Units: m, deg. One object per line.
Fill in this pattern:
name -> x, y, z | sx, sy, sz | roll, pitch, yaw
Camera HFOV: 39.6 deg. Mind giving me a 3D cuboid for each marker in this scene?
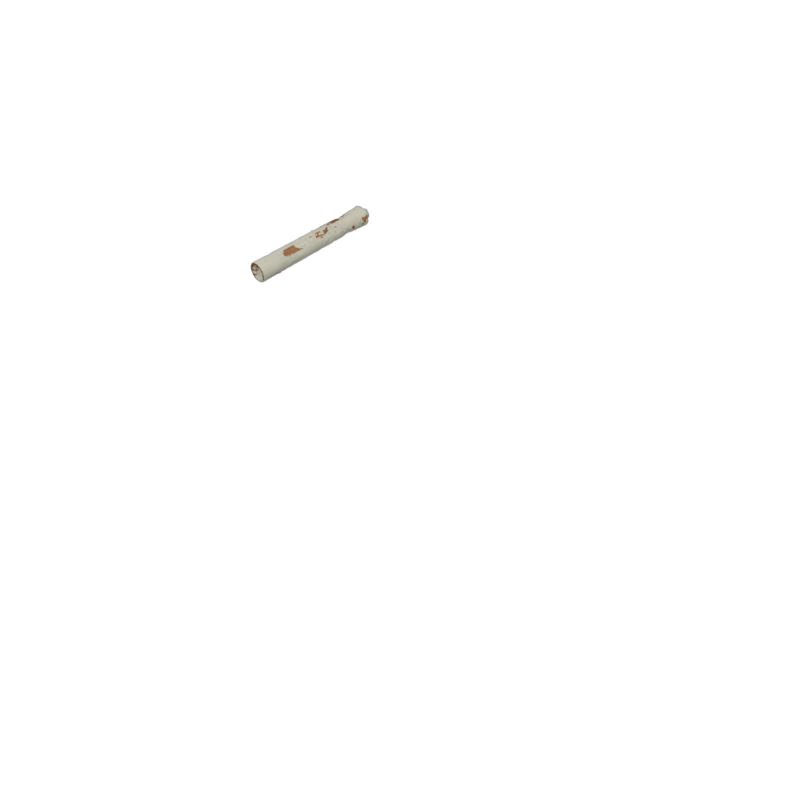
marker -> -0.073, -0.134, 0.938 | 0.121, 0.019, 0.021 | -34, 22, -29
